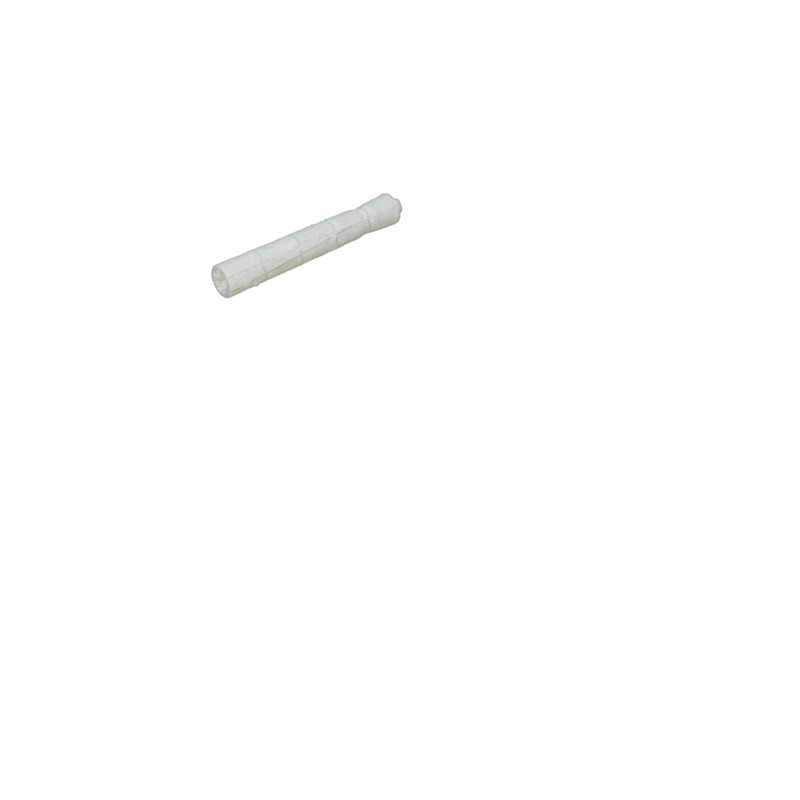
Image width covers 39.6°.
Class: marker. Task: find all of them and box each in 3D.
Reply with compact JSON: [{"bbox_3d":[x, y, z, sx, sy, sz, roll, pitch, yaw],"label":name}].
[{"bbox_3d":[-0.047,-0.086,0.603,0.120,0.019,0.021,-28,19,-30],"label":"marker"}]
